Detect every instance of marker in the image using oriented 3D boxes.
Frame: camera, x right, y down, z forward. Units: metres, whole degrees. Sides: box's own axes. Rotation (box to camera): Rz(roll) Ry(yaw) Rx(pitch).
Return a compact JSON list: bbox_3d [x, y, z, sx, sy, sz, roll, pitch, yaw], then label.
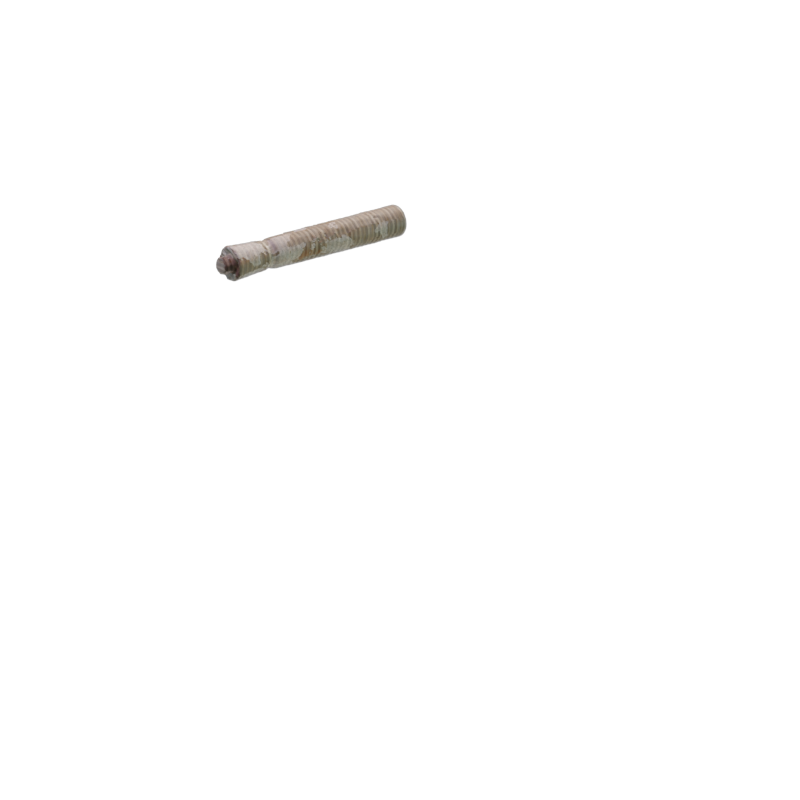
[{"bbox_3d":[-0.047,-0.086,0.602,0.119,0.019,0.021,-21,16,-36],"label":"marker"}]
